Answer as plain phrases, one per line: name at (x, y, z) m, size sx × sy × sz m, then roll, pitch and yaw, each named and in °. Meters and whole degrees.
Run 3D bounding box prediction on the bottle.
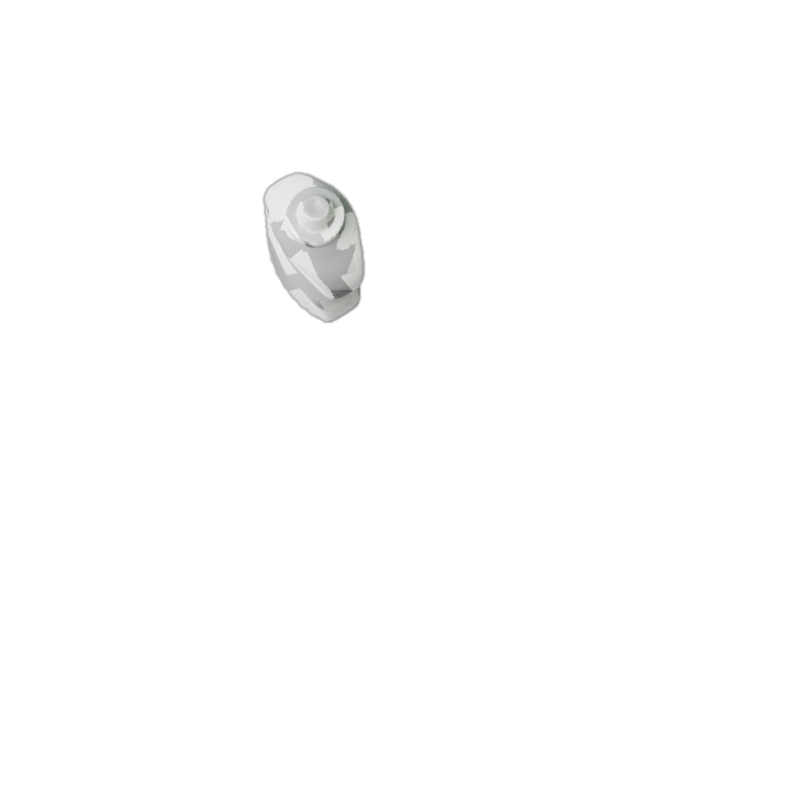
bottle at (-0.064, -0.118, 0.824) m, size 0.058 × 0.098 × 0.187 m, roll -30°, pitch -5°, yaw -7°
